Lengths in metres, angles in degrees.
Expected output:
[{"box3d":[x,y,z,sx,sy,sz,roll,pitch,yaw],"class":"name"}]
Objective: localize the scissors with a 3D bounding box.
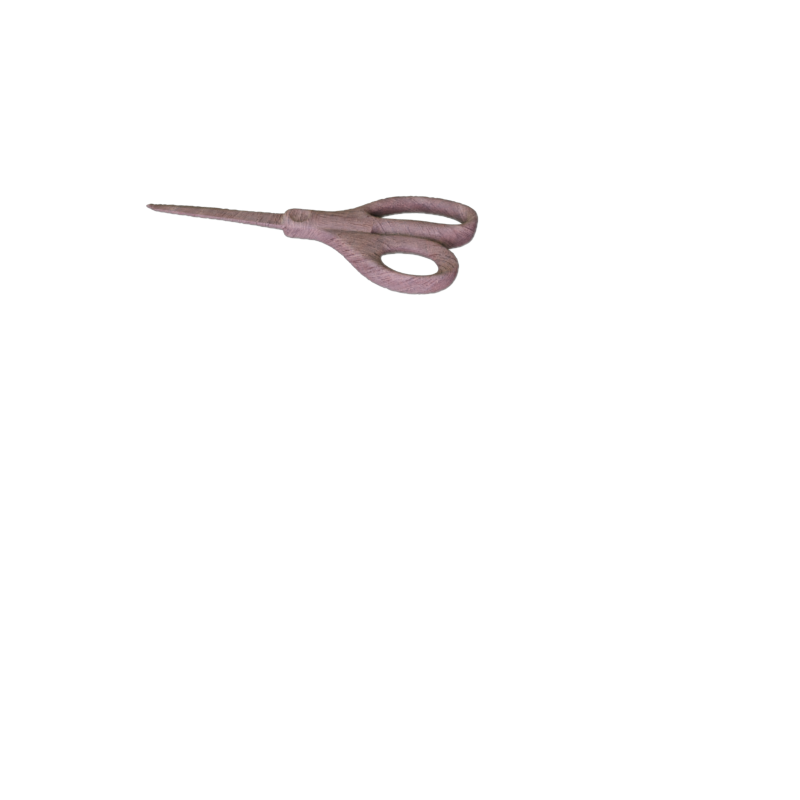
[{"box3d":[-0.051,-0.094,0.657,0.201,0.015,0.103,-3,40,-4],"class":"scissors"}]
